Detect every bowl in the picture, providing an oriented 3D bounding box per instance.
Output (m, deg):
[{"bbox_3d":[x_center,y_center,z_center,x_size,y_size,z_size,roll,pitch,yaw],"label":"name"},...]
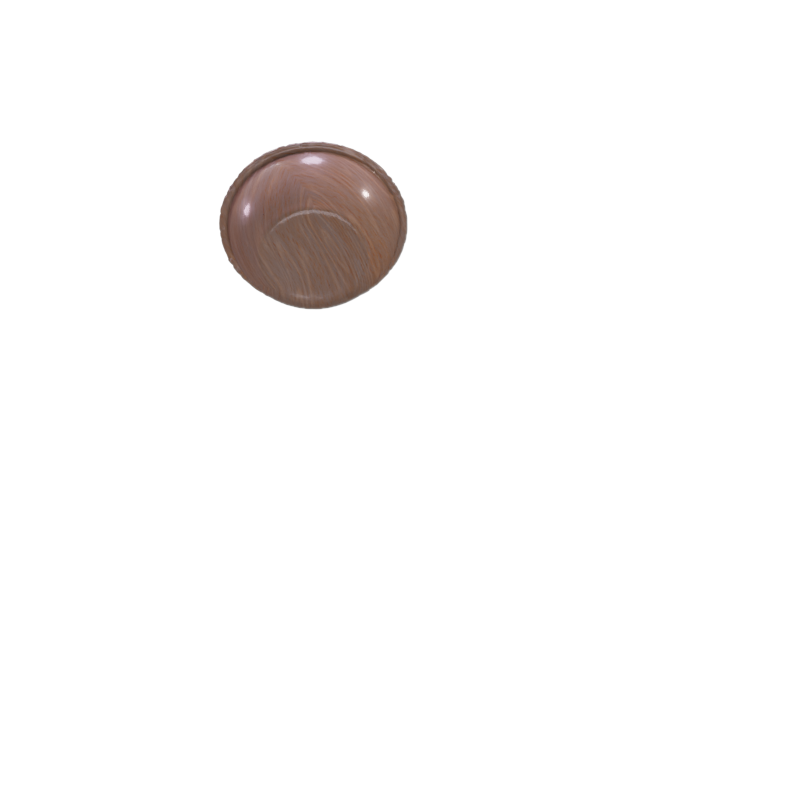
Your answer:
[{"bbox_3d":[-0.073,-0.133,0.932,0.162,0.152,0.059,1,32,-1],"label":"bowl"}]
